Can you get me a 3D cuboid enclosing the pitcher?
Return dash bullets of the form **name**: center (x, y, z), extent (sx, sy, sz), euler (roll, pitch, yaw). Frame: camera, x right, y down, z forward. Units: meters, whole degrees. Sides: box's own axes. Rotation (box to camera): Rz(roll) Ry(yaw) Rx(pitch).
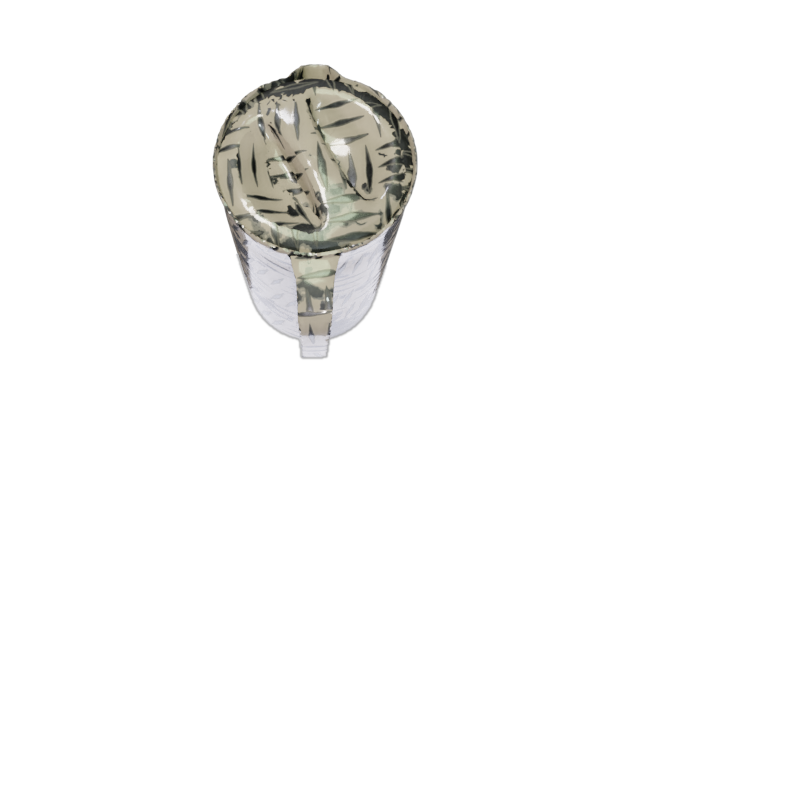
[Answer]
- **pitcher**: center (-0.064, -0.117, 0.821), extent (0.150, 0.151, 0.233), euler (42, -15, 9)
